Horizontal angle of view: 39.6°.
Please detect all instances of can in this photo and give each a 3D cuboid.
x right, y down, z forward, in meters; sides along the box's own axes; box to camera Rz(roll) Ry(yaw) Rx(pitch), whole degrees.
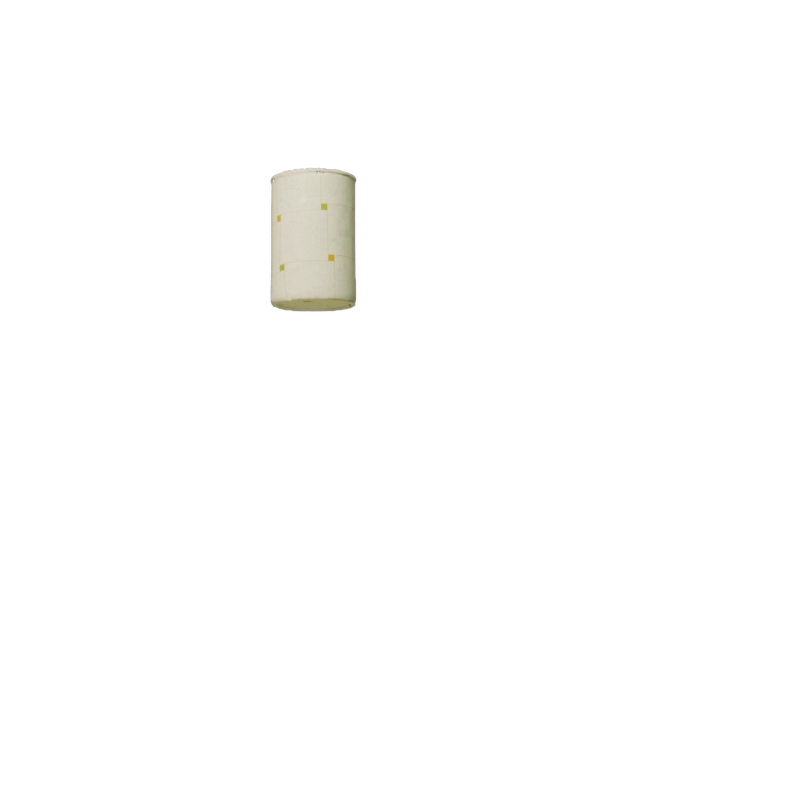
[{"bbox_3d":[-0.068,-0.124,0.869,0.068,0.105,0.067,0,-9,-2],"label":"can"}]
